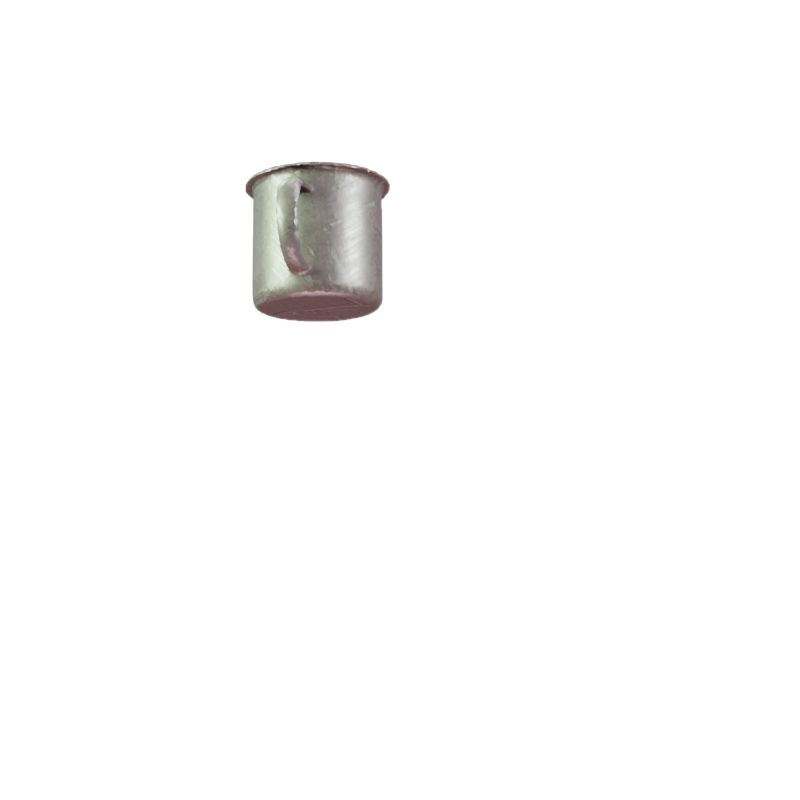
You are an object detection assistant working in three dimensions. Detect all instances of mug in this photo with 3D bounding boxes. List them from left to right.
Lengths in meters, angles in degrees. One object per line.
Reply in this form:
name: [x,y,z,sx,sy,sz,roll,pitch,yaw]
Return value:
mug: [-0.054,-0.099,0.690,0.094,0.084,0.112,-3,-12,10]
